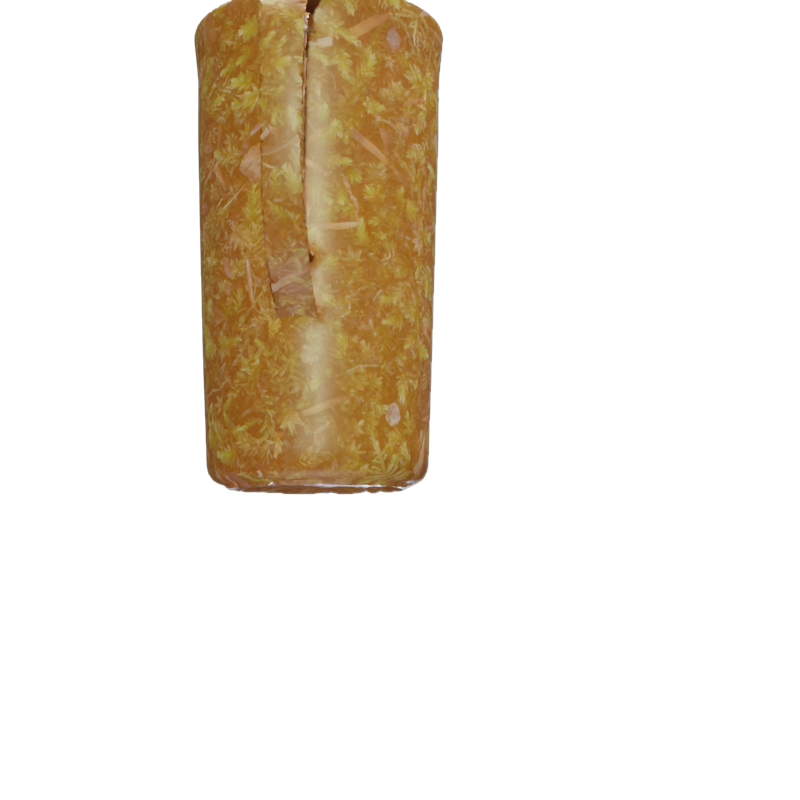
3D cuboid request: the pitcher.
[{"bbox_3d":[-0.044,-0.080,0.558,0.142,0.252,0.147,10,-17,-38],"label":"pitcher"}]
